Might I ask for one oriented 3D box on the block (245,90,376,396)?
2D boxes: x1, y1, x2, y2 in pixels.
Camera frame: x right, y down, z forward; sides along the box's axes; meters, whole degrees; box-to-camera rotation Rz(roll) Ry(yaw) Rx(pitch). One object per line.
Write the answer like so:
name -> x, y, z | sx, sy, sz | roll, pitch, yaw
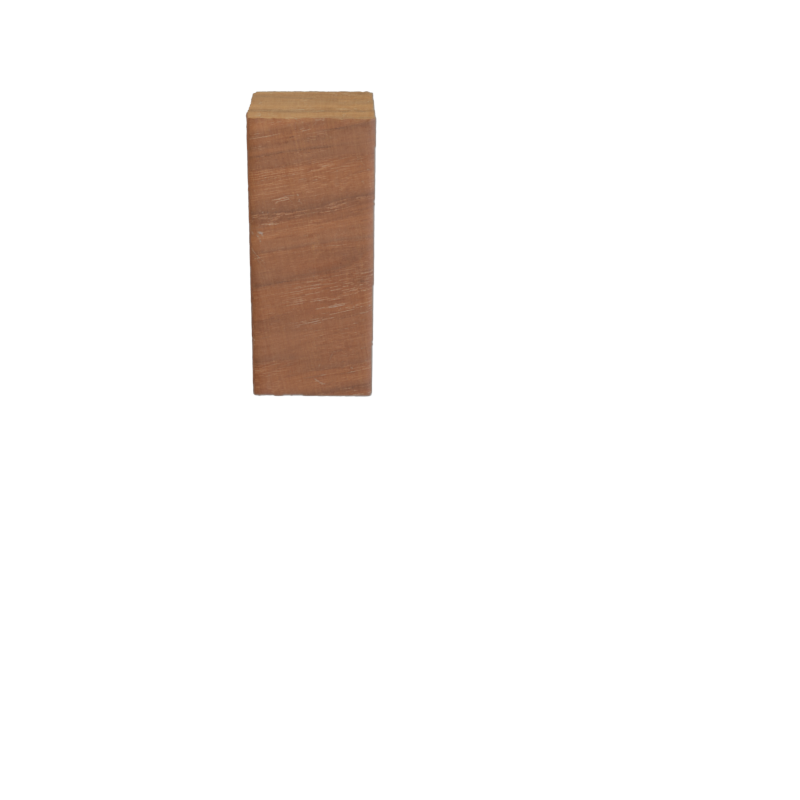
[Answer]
block -> -0.064, -0.116, 0.811 | 0.090, 0.197, 0.095 | 1, 22, -2
